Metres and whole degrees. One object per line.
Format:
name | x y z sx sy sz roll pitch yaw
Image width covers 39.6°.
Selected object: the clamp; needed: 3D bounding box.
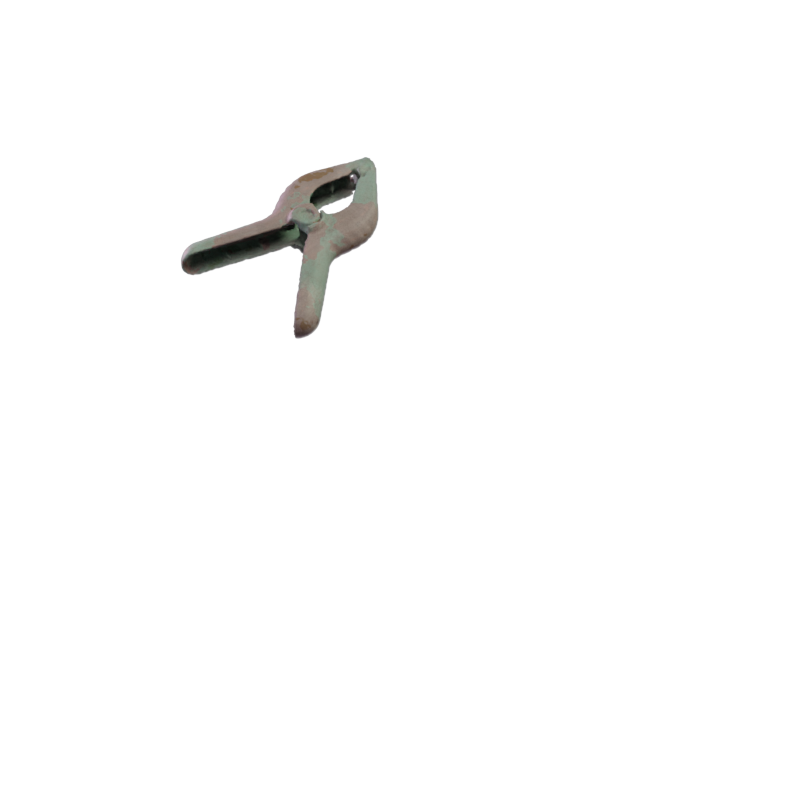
clamp | -0.065 -0.119 0.831 0.127 0.173 0.037 39 -26 23
